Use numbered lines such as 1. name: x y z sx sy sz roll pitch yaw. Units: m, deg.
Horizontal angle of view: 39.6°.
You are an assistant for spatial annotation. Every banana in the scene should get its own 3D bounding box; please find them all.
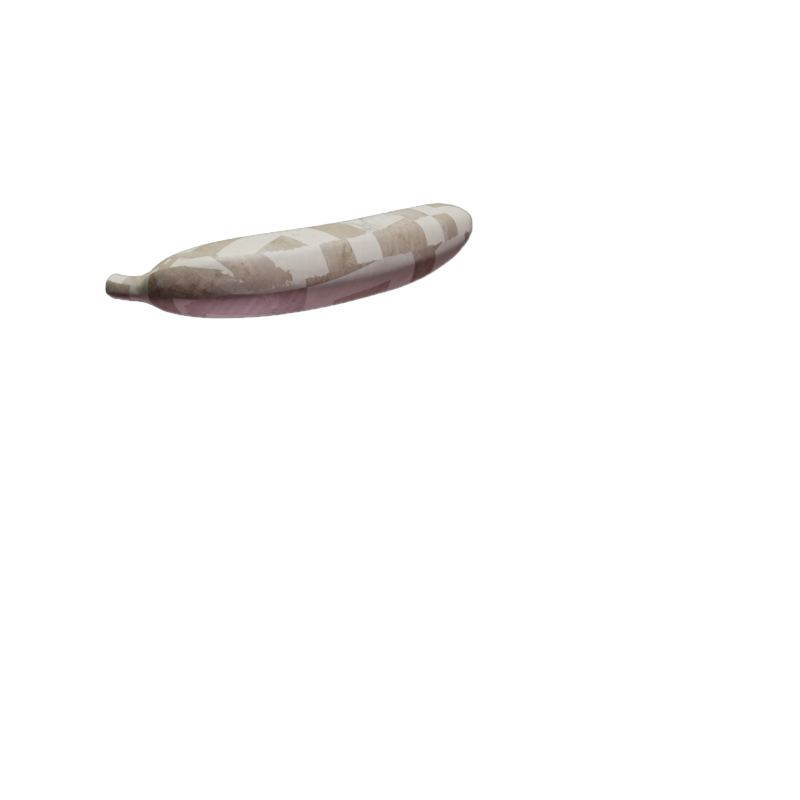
1. banana: -0.038 -0.070 0.532 0.194 0.035 0.074 -12 28 -23
